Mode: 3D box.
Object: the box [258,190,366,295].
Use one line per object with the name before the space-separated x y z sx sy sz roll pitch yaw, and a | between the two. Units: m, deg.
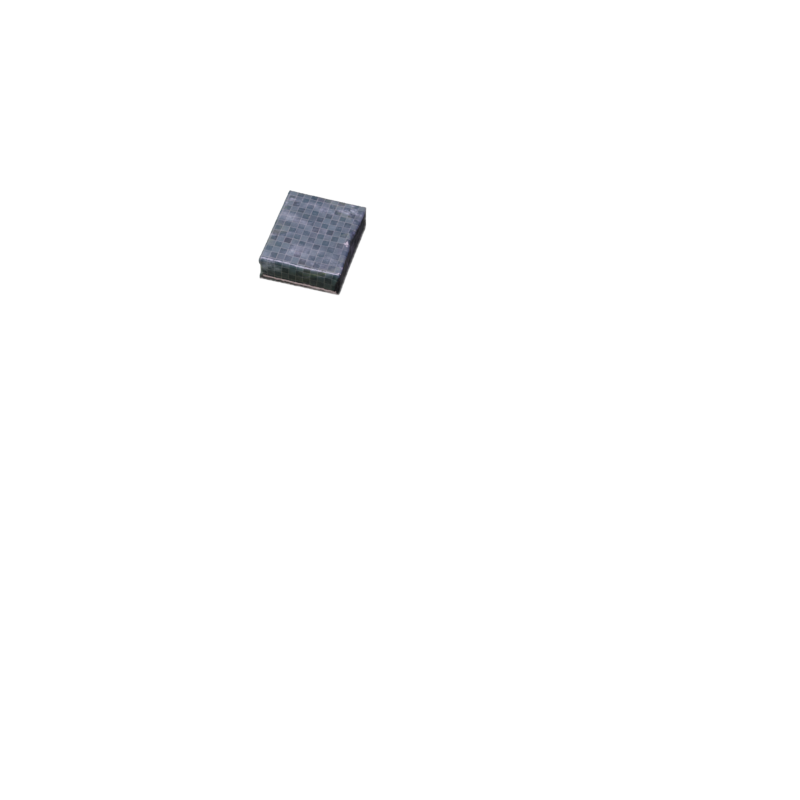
box | -0.076 -0.138 0.970 0.074 0.094 0.028 12 -38 9
